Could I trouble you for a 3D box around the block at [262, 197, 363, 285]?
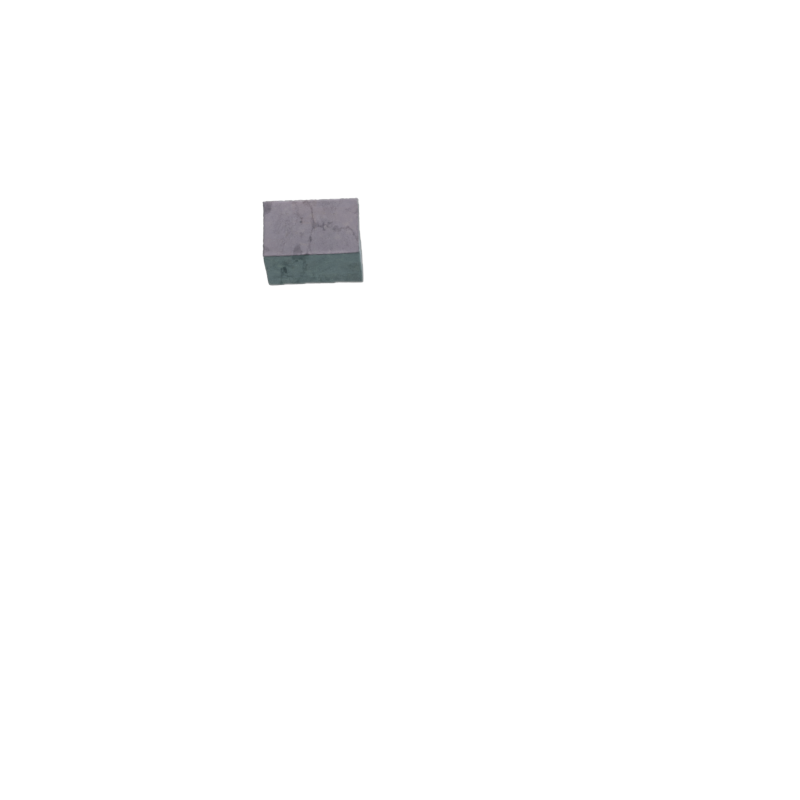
[{"bbox_3d":[-0.069,-0.126,0.880,0.078,0.054,0.050,-1,-25,1],"label":"block"}]
